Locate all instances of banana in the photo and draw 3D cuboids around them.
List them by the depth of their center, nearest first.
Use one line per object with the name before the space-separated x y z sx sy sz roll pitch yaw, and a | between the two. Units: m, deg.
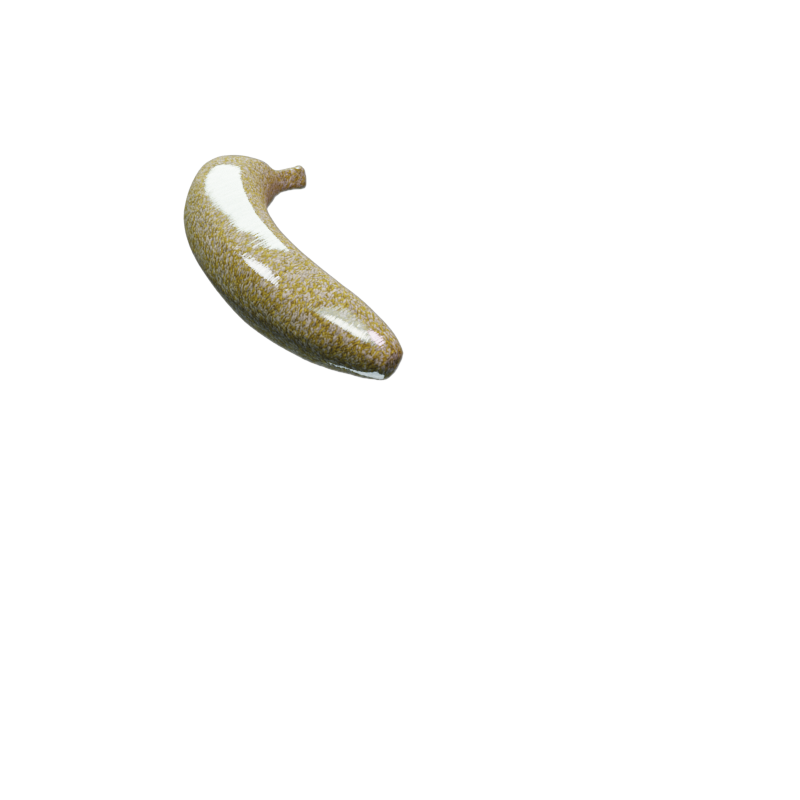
banana | -0.056 -0.068 0.478 0.069 0.035 0.213 -7 33 -12
